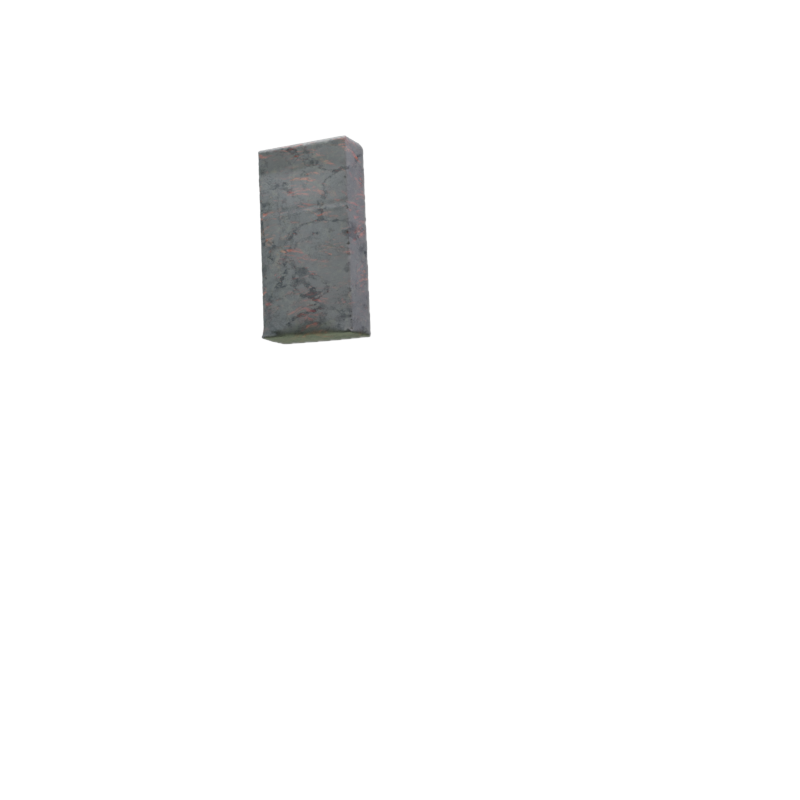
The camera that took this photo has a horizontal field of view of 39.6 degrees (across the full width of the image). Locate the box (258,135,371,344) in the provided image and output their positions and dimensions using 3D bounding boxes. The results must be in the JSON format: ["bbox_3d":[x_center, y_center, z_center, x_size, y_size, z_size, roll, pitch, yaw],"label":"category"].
[{"bbox_3d":[-0.078,-0.142,0.994,0.096,0.182,0.045,-6,-13,26],"label":"box"}]
